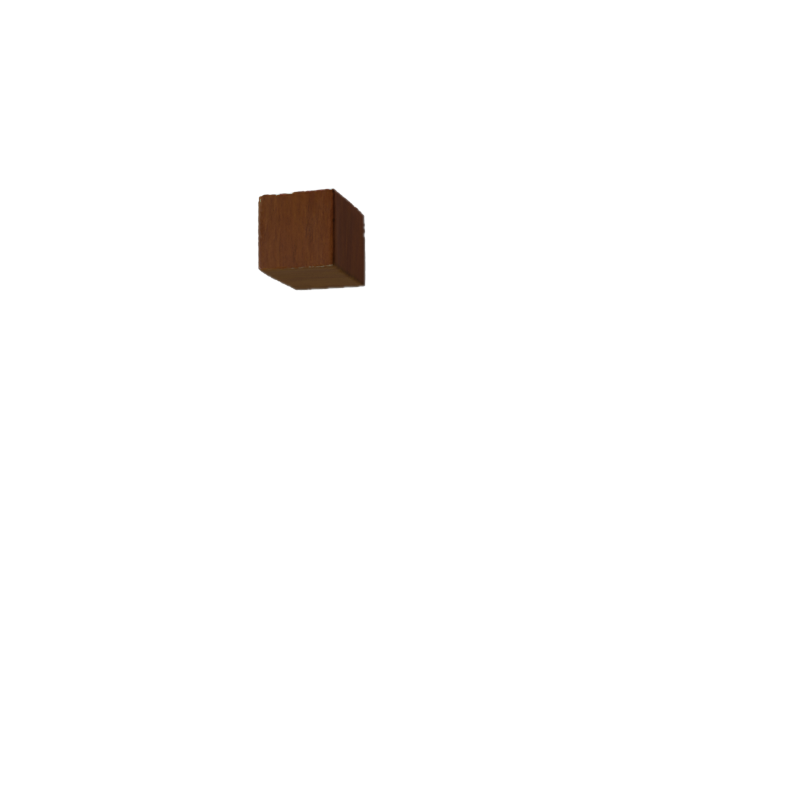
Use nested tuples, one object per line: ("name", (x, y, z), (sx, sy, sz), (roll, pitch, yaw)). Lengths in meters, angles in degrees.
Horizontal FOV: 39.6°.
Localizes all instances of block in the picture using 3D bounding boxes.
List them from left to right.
("block", (-0.058, -0.105, 0.738), (0.054, 0.053, 0.075), (-3, -8, 14))
